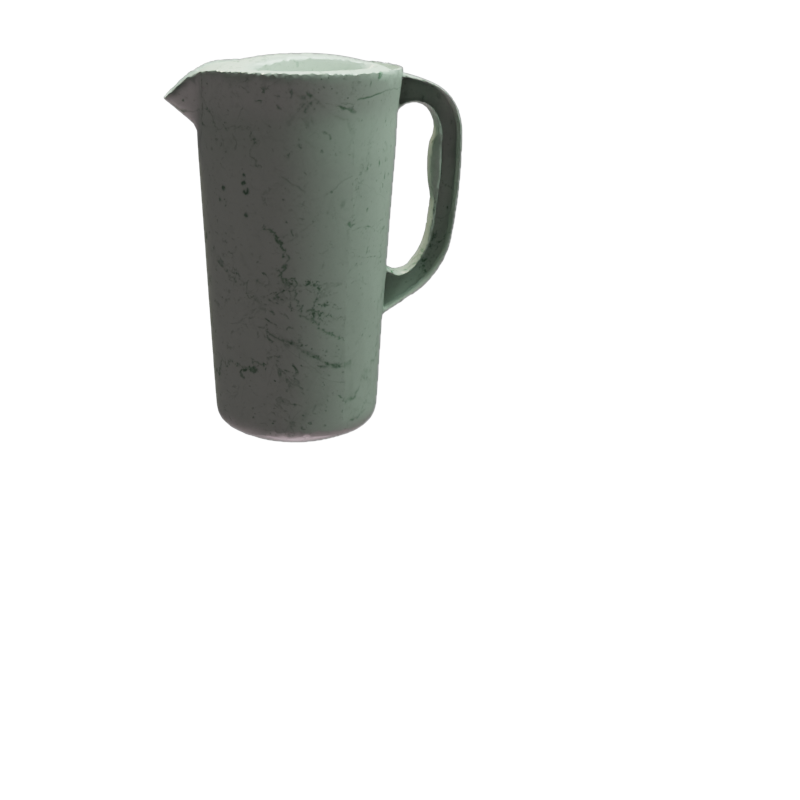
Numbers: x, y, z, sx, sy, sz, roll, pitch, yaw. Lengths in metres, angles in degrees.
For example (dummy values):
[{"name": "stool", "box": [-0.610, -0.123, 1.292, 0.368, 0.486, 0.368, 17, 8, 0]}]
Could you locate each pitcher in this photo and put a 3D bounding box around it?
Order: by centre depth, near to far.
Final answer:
[{"name": "pitcher", "box": [-0.057, -0.103, 0.723, 0.157, 0.235, 0.143, 12, 20, 34]}]
